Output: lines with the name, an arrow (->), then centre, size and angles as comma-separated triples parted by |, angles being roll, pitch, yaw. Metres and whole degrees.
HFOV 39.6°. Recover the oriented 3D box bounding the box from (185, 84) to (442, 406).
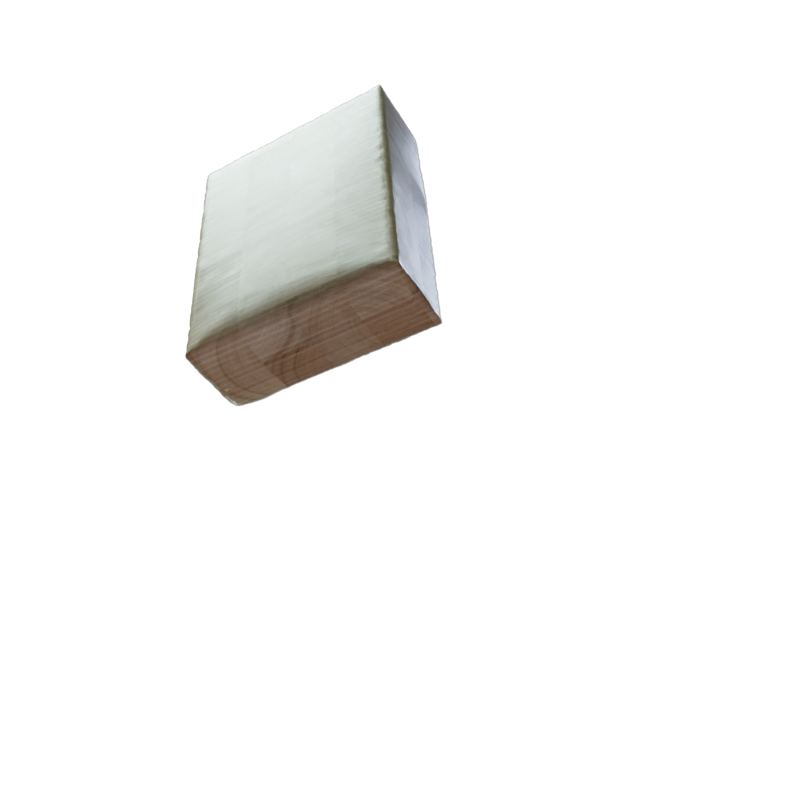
box -> -0.063, -0.115, 0.808 | 0.165, 0.229, 0.067 | -23, -50, 18
